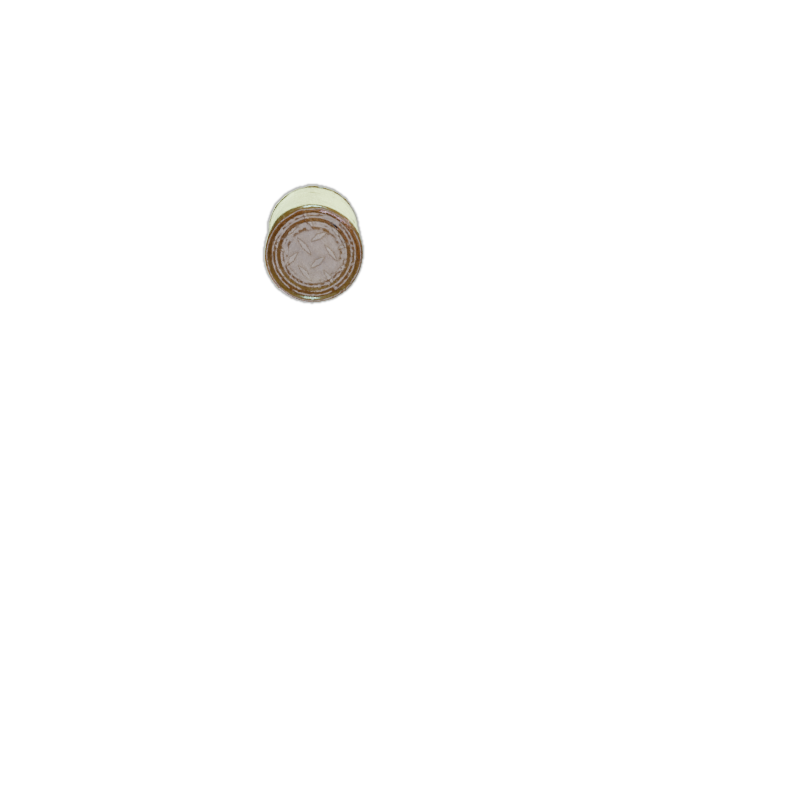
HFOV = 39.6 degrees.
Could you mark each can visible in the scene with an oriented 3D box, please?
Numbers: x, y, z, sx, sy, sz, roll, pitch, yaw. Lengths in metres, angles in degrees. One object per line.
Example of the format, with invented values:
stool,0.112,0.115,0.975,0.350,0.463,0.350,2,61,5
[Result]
can,-0.061,-0.111,0.780,0.068,0.067,0.106,0,15,-3
